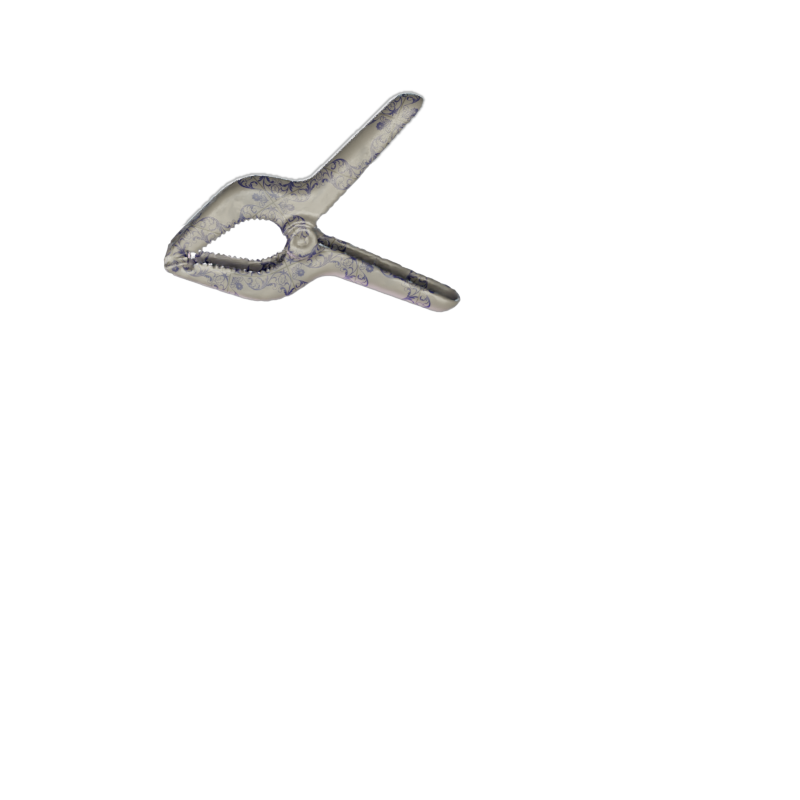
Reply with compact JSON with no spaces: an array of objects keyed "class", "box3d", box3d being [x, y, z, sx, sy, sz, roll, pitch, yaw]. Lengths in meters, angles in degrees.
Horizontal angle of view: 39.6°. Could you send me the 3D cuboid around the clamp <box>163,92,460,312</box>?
[{"class":"clamp","box3d":[-0.062,-0.113,0.793,0.211,0.156,0.038,-17,21,7]}]
